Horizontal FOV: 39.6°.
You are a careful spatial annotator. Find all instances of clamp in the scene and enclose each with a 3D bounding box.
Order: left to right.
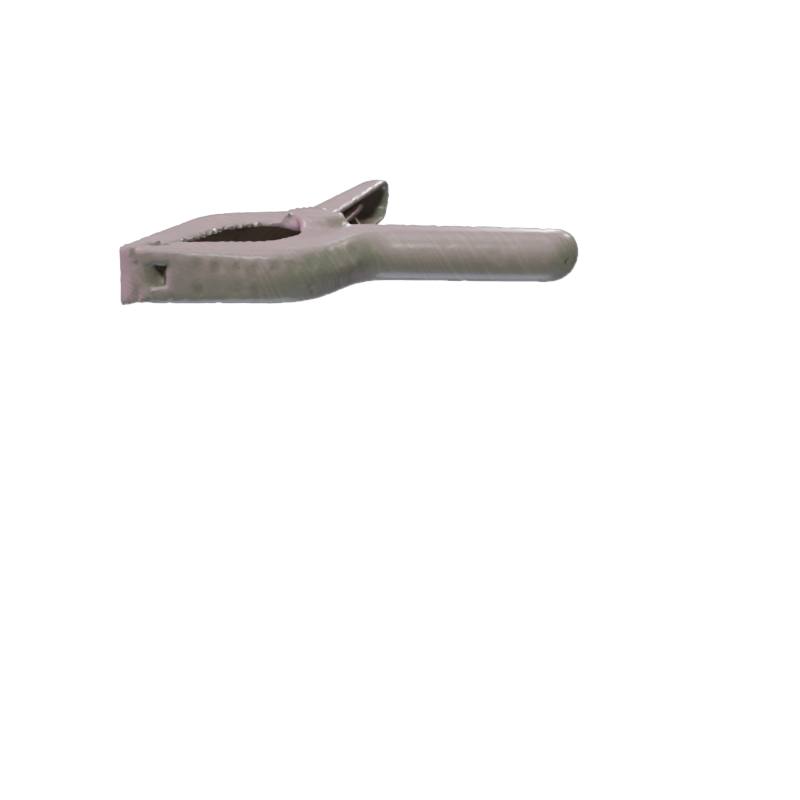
[{"bbox_3d":[-0.043,-0.079,0.553,0.205,0.035,0.175,-11,23,-26],"label":"clamp"}]
